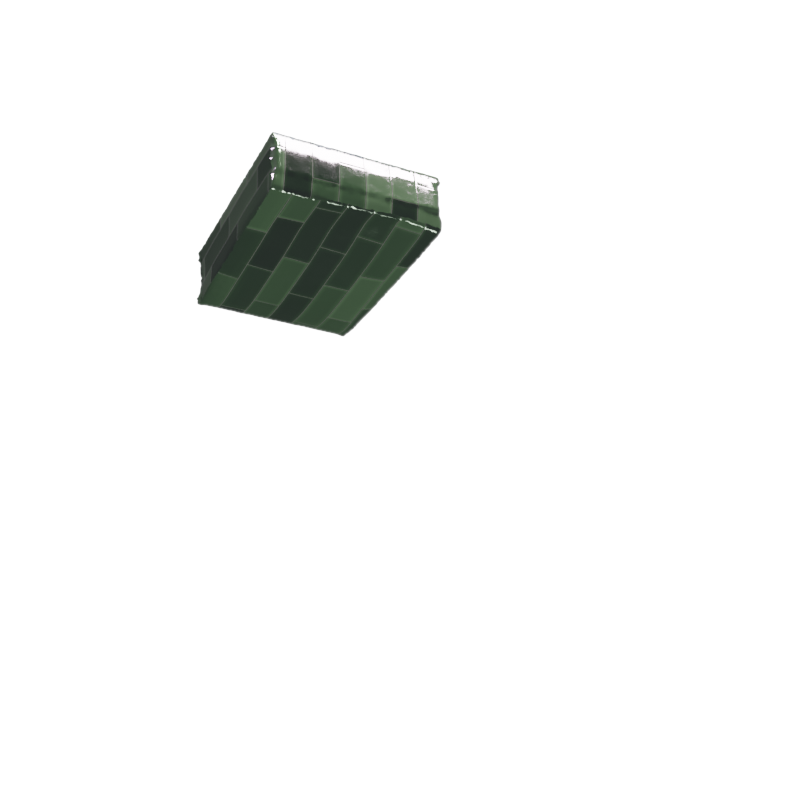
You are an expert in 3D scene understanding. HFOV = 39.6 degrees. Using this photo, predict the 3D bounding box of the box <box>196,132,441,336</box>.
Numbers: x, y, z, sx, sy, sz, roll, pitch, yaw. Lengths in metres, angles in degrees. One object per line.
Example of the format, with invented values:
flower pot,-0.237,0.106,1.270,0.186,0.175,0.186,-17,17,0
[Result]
box,-0.044,-0.080,0.564,0.087,0.042,0.110,14,-35,-22
